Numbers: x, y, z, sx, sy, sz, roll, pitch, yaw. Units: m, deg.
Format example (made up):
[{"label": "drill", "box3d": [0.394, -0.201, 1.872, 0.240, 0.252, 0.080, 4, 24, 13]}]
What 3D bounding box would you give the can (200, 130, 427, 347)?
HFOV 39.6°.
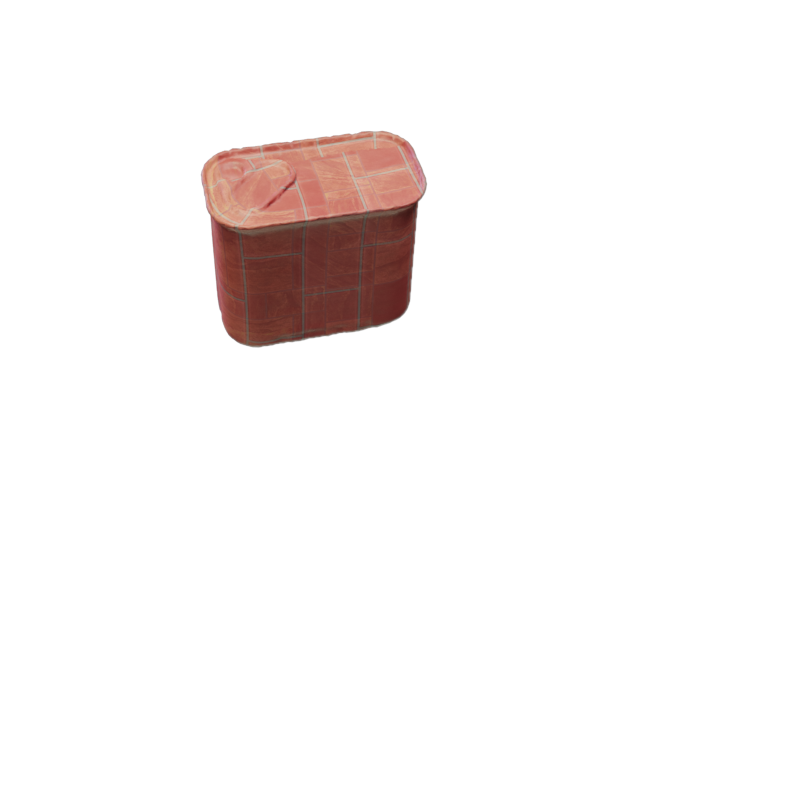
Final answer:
[{"label": "can", "box3d": [-0.042, -0.077, 0.539, 0.101, 0.062, 0.078, -9, -42, -10]}]
